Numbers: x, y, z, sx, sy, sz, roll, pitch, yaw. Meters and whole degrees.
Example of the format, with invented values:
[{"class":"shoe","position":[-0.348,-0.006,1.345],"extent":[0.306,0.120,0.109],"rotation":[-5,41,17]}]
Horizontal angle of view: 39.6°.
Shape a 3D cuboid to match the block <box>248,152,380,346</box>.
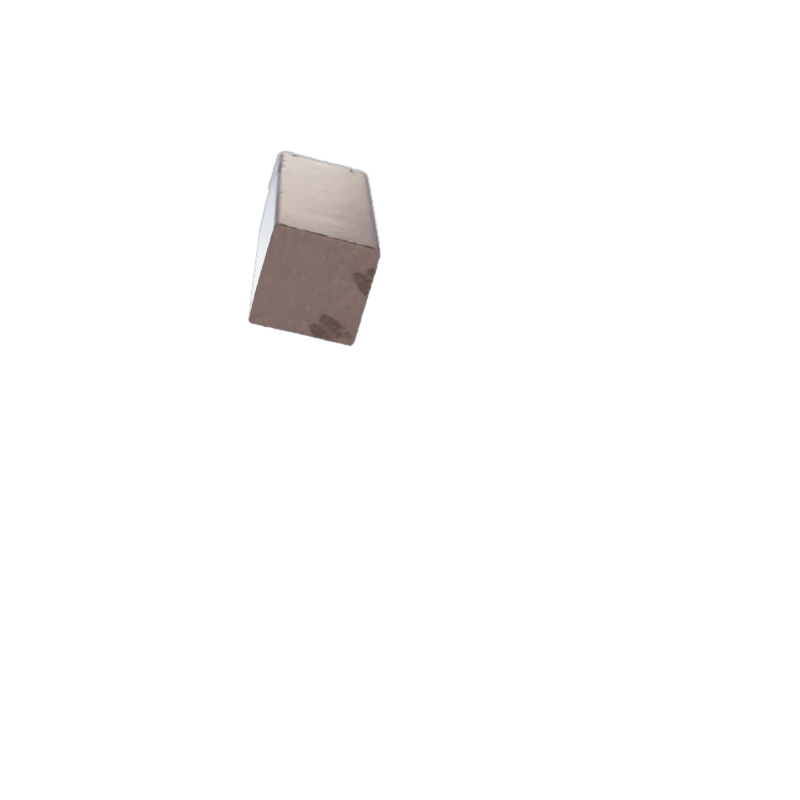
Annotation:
[{"class":"block","position":[-0.077,-0.140,0.979],"extent":[0.089,0.087,0.218],"rotation":[13,25,-10]}]
